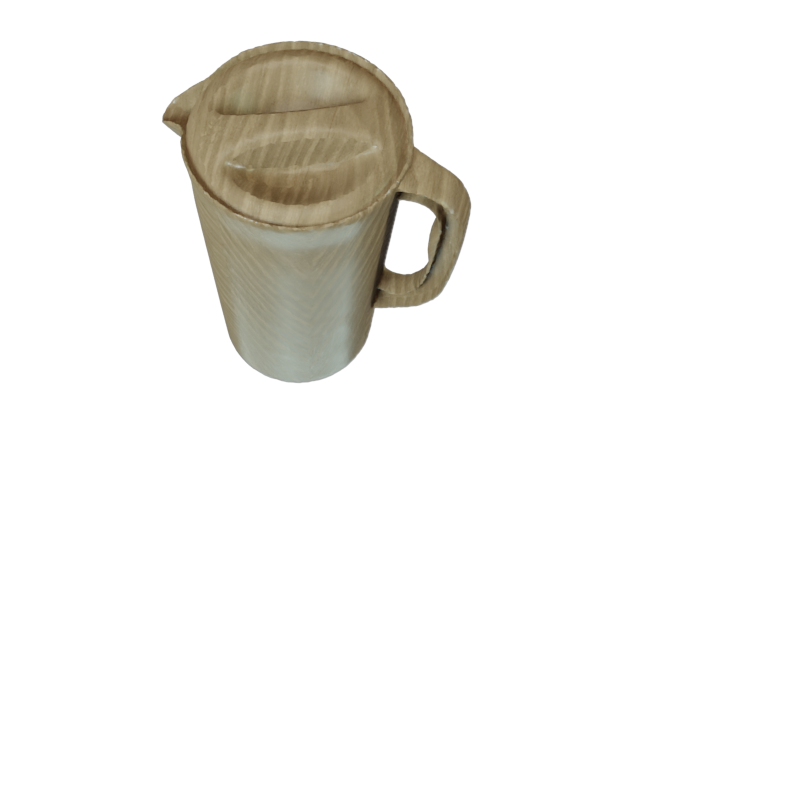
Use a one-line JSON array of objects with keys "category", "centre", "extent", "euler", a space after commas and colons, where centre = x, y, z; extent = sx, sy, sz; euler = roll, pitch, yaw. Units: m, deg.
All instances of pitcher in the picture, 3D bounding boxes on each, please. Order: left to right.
[{"category": "pitcher", "centre": [-0.056, -0.103, 0.721], "extent": [0.144, 0.159, 0.229], "euler": [-24, -23, -14]}]
